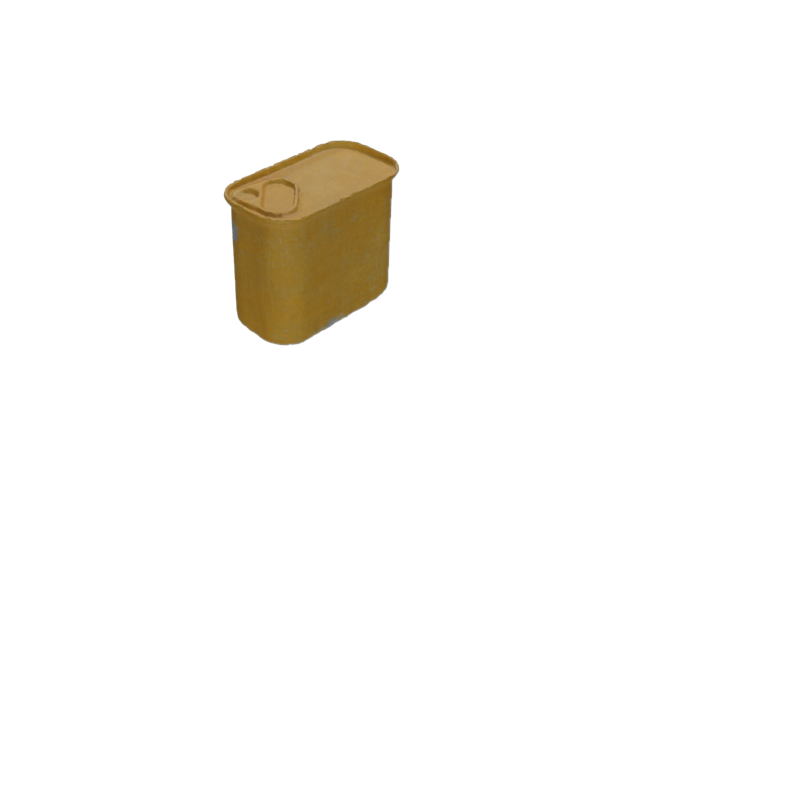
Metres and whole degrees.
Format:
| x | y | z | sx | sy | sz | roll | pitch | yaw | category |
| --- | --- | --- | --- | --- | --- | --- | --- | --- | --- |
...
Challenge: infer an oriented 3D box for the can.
| x | y | z | sx | sy | sz | roll | pitch | yaw | category |
| --- | --- | --- | --- | --- | --- | --- | --- | --- | --- |
| -0.050 | -0.091 | 0.637 | 0.061 | 0.078 | 0.102 | 29 | 44 | 33 | can |
